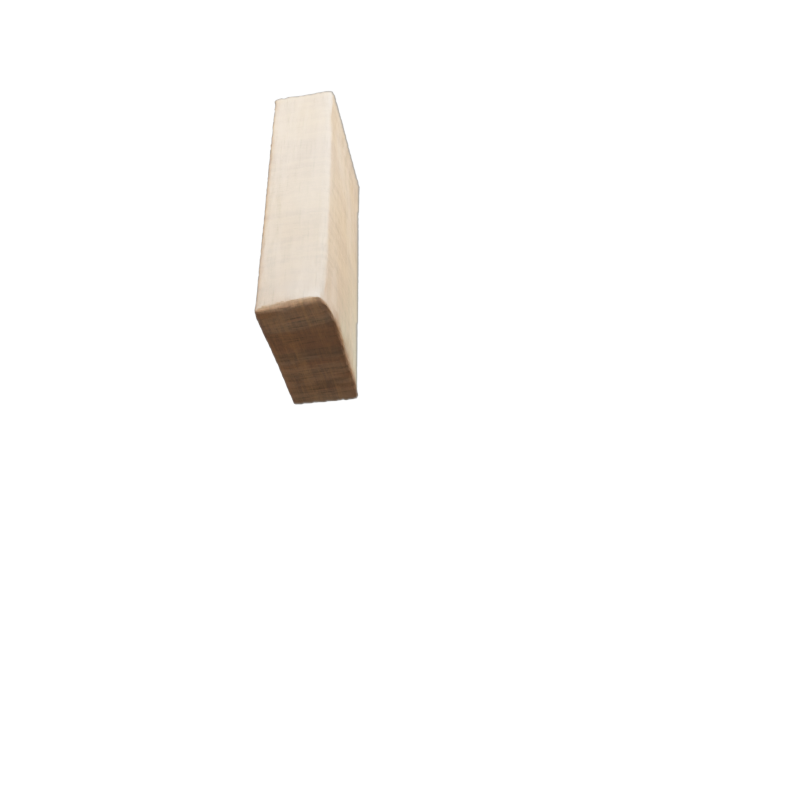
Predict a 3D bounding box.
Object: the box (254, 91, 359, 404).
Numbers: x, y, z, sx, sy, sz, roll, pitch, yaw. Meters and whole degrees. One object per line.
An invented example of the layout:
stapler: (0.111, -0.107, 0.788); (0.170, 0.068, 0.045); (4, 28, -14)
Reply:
box: (-0.053, -0.097, 0.679); (0.048, 0.189, 0.086); (-9, -40, 6)
